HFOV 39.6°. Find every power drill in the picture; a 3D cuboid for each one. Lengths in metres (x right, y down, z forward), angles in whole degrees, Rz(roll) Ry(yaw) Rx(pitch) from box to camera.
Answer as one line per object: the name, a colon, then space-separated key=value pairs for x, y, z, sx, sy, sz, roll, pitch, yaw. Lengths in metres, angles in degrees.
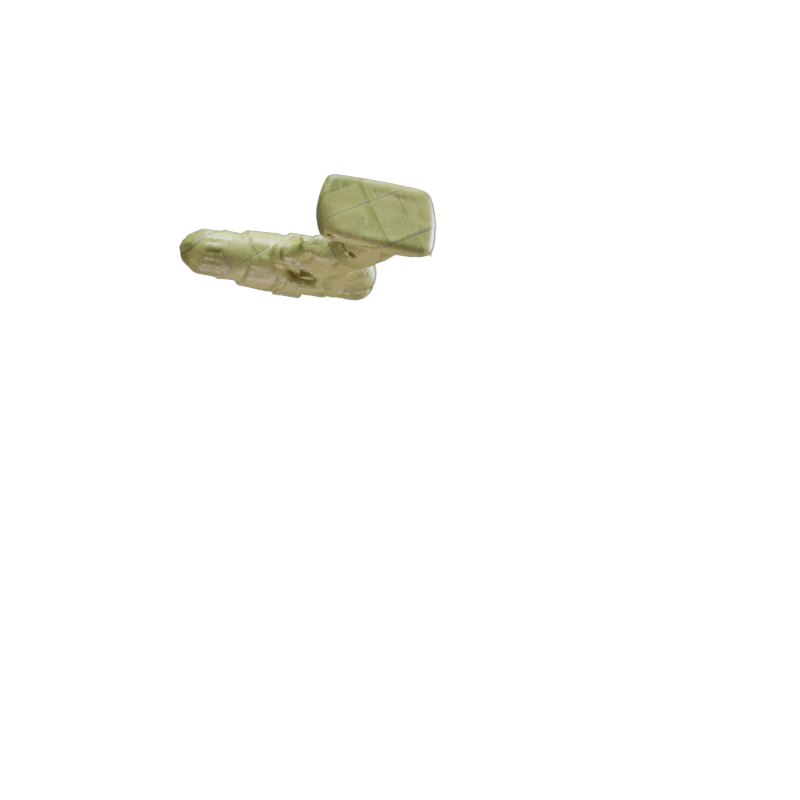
power drill: x=-0.073 y=-0.133 z=0.929 sx=0.177 sy=0.059 sz=0.189 roll=5 pitch=-10 yaw=-28
